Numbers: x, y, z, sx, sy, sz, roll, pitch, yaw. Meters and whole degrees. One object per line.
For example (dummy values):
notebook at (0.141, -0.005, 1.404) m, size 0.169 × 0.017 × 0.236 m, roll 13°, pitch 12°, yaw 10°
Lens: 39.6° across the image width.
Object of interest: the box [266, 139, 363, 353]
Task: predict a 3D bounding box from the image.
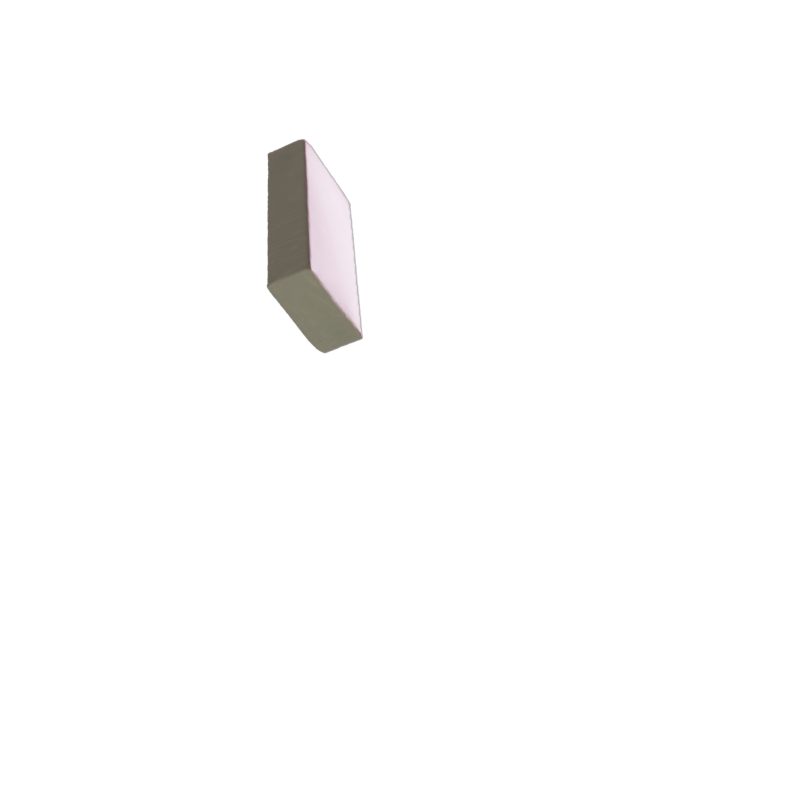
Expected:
box at (-0.073, -0.134, 0.940) m, size 0.048 × 0.189 × 0.086 m, roll -21°, pitch -46°, yaw 18°
